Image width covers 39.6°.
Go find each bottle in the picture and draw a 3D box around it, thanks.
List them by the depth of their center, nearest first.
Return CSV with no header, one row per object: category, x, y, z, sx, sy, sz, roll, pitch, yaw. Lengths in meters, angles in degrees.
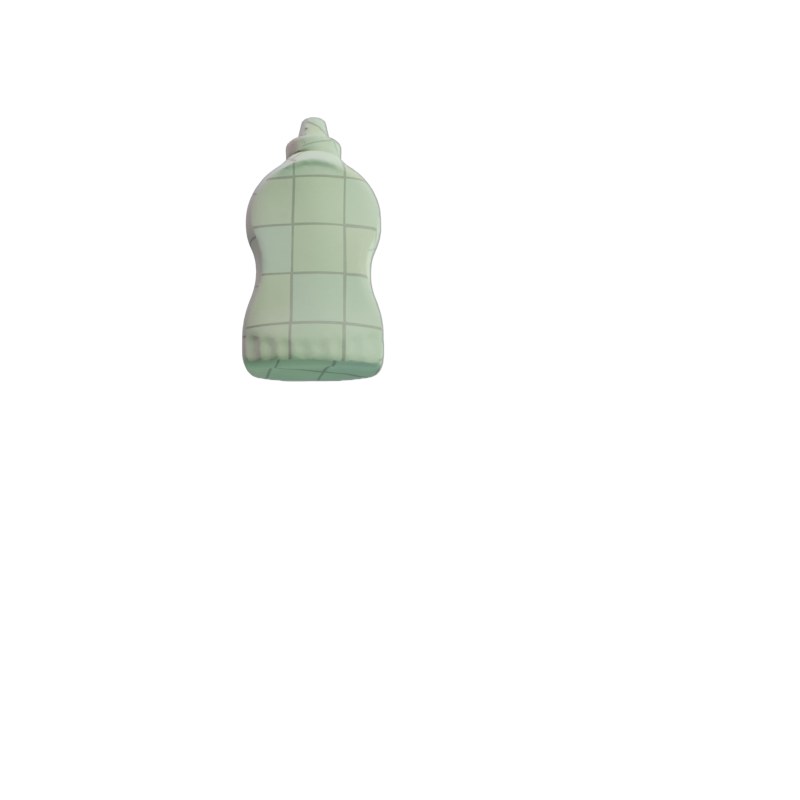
bottle,-0.061,-0.112,0.784,0.096,0.201,0.055,-2,-20,2
